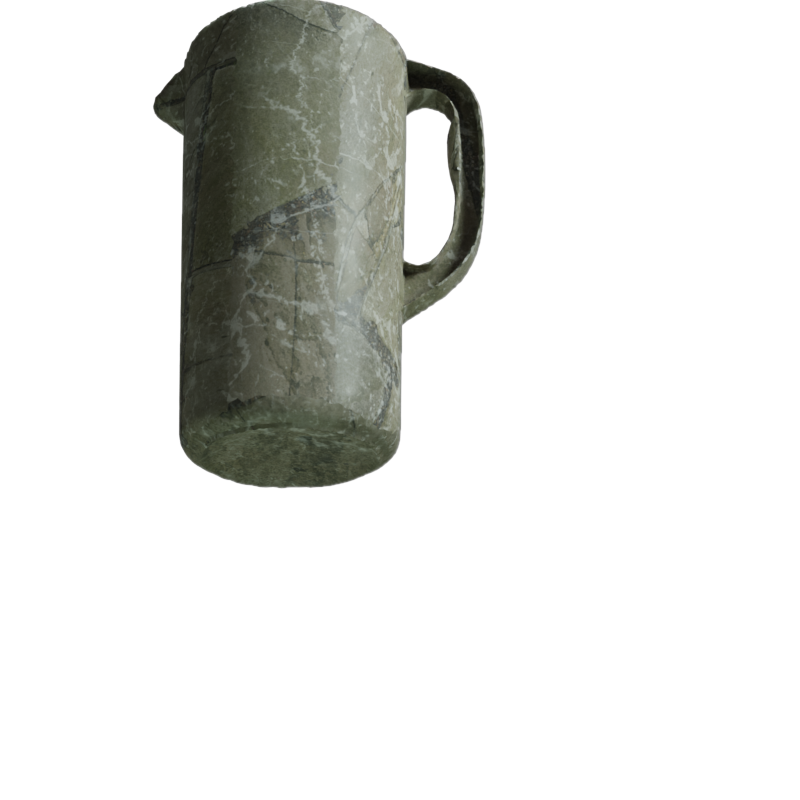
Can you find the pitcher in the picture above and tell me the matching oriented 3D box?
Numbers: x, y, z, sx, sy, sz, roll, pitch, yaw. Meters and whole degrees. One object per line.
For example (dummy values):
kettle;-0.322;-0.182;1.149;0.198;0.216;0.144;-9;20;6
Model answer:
pitcher;-0.046;-0.085;0.593;0.136;0.258;0.149;22;-36;-38
